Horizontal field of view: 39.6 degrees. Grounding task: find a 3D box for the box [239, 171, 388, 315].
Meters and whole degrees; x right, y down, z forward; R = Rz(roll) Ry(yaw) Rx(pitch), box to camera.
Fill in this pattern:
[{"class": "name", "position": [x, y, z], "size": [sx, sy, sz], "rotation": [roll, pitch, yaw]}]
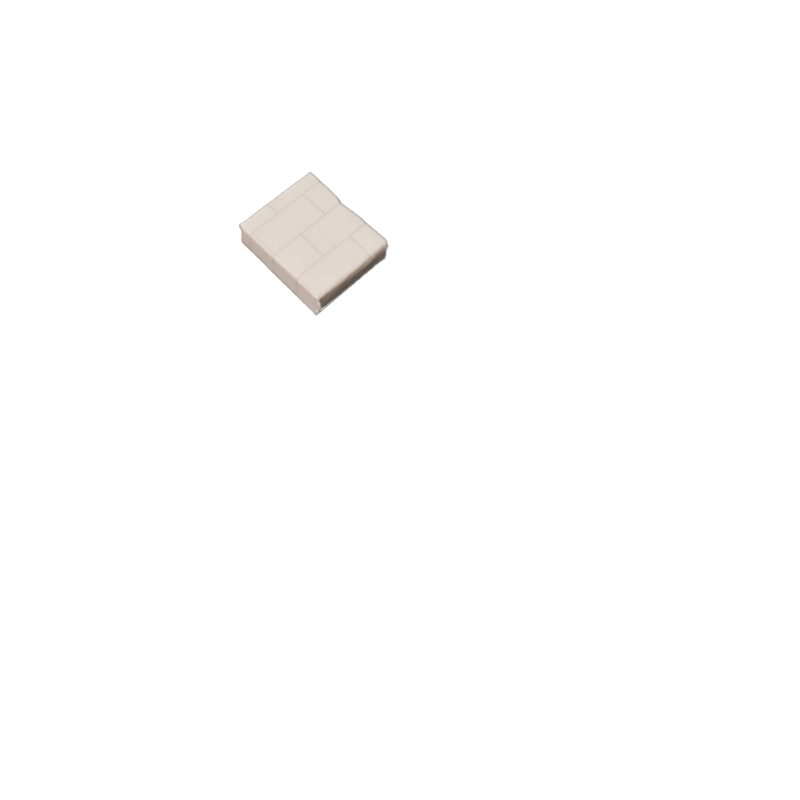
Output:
[{"class": "box", "position": [-0.065, -0.119, 0.837], "size": [0.074, 0.094, 0.028], "rotation": [-39, -21, -19]}]
